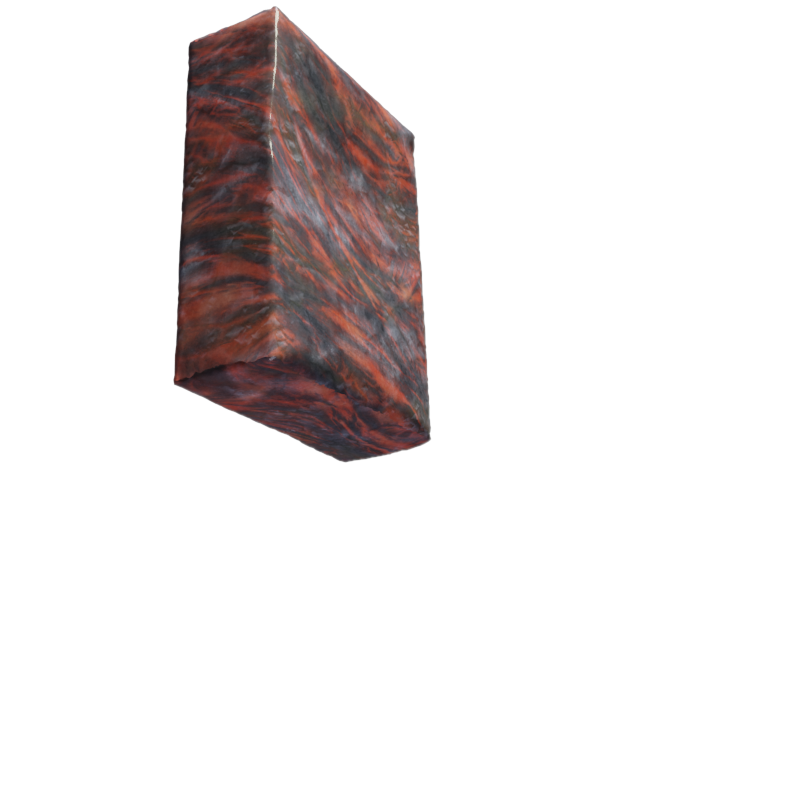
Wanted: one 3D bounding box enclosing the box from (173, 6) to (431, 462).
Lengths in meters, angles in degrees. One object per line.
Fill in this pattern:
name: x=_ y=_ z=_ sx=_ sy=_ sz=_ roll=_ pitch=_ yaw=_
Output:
box: x=-0.050 y=-0.091 z=0.635 sx=0.073 sy=0.226 sz=0.153 roll=-16 pitch=-28 yaw=27
